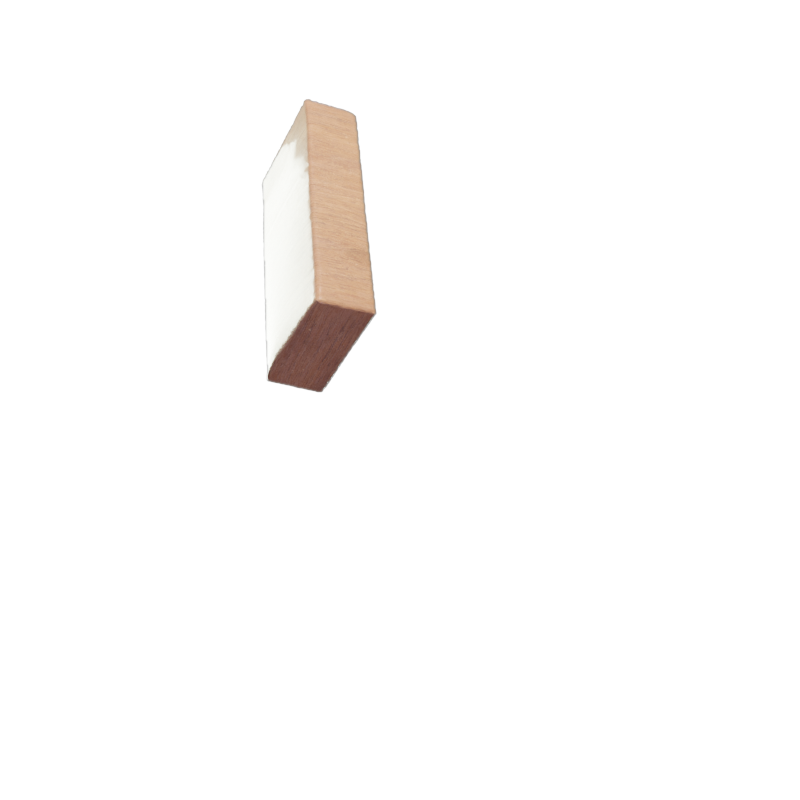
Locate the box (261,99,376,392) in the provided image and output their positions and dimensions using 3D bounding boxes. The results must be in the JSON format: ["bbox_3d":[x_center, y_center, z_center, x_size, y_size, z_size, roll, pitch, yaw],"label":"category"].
[{"bbox_3d":[-0.057,-0.105,0.733,0.046,0.189,0.090,14,-41,-21],"label":"box"}]
